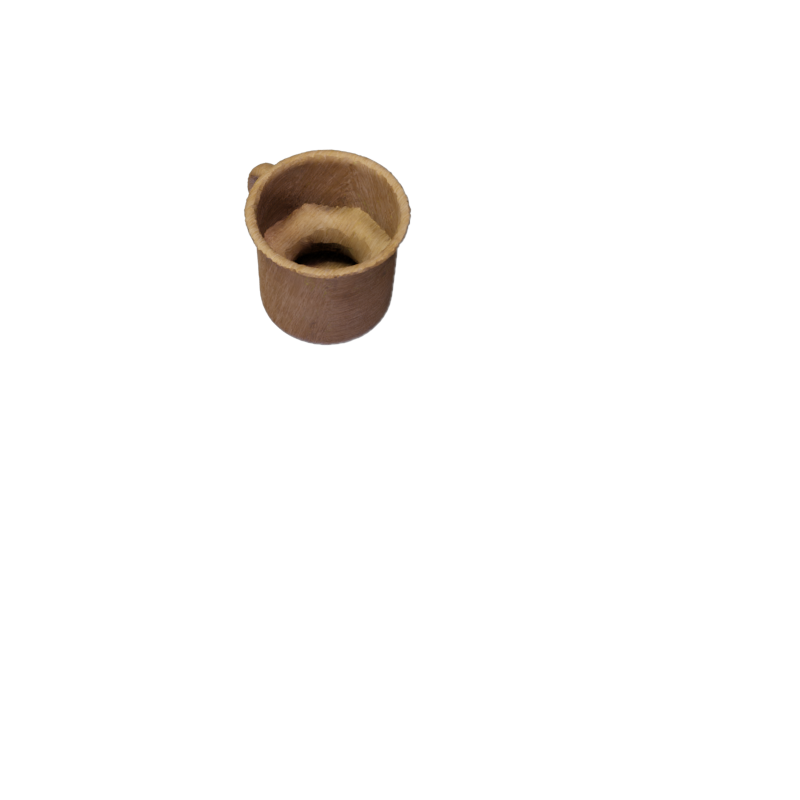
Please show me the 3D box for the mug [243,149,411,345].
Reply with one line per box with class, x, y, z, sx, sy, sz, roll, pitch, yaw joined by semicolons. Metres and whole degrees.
mug;-0.051;-0.094;0.656;0.094;0.124;0.076;-37;-27;-24
